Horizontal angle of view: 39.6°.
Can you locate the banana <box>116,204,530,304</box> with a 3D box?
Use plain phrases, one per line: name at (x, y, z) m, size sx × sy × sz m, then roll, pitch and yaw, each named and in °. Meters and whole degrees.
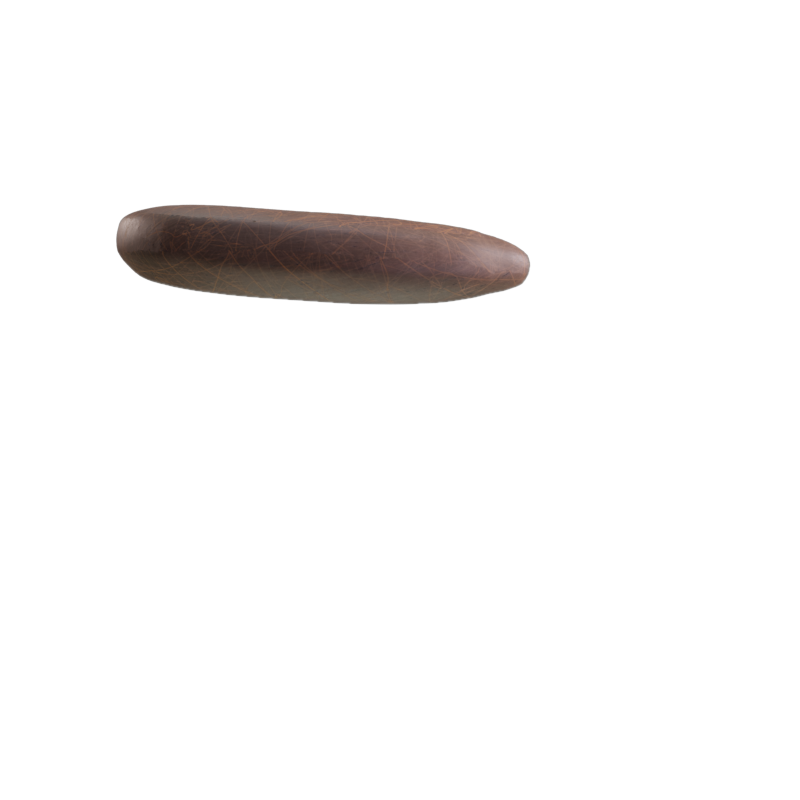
banana at (-0.048, -0.065, 0.474) m, size 0.205 × 0.036 × 0.069 m, roll 8°, pitch 18°, yaw 23°
